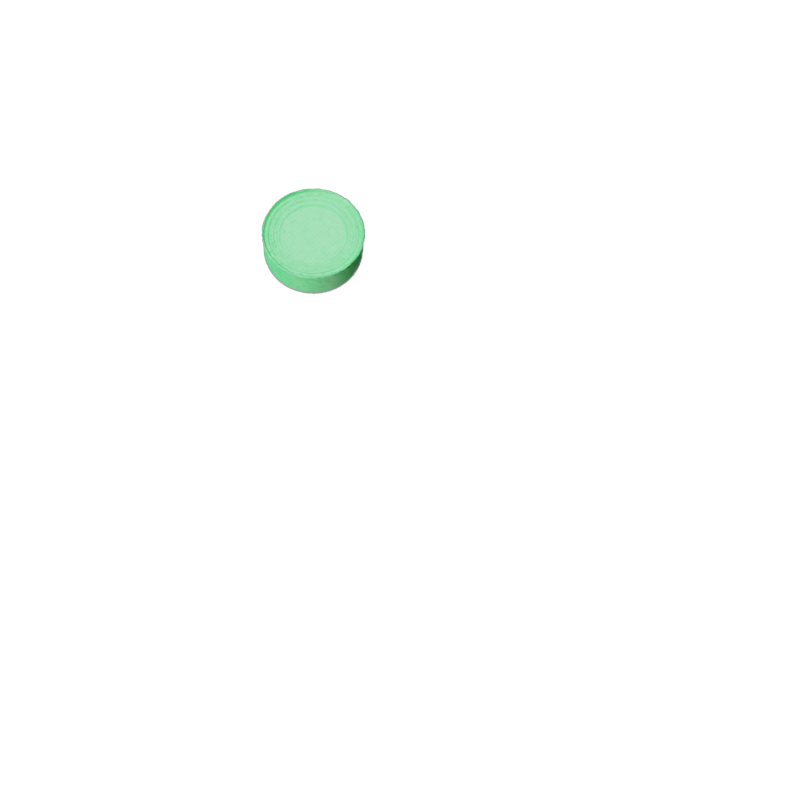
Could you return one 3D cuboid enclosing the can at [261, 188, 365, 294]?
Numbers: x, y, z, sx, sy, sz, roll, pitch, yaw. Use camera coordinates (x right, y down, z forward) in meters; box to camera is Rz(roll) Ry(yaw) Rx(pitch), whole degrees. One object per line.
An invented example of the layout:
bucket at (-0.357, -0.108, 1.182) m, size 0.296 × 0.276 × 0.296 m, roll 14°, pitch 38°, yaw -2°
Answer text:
can at (-0.073, -0.133, 0.930) m, size 0.086 × 0.091 × 0.032 m, roll -1°, pitch -27°, yaw -1°
